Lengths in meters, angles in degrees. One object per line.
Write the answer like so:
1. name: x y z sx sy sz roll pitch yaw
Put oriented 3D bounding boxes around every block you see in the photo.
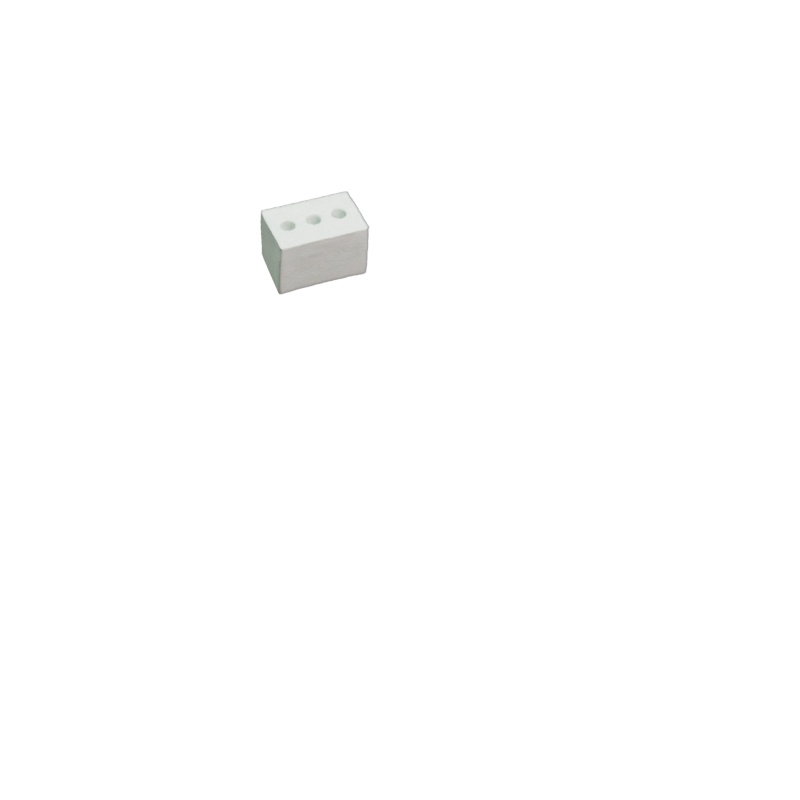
1. block: -0.071 -0.130 0.910 0.077 0.048 0.057 -16 49 -16
